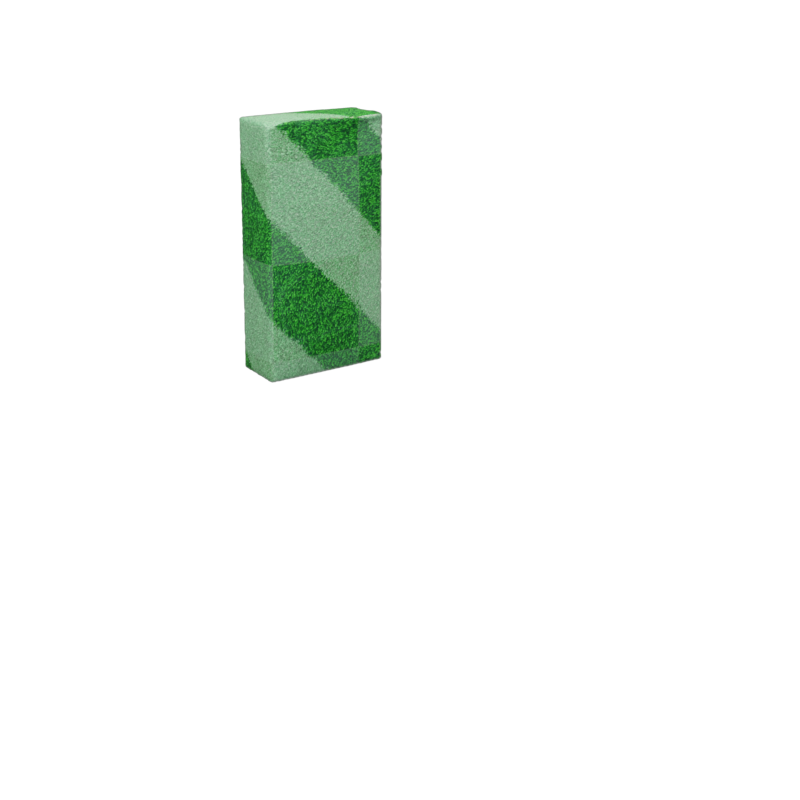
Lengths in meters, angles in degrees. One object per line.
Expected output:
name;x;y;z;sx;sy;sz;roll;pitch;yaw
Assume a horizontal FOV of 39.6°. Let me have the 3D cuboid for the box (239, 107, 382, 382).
box;-0.059;-0.108;0.759;0.091;0.169;0.051;-11;21;-32
